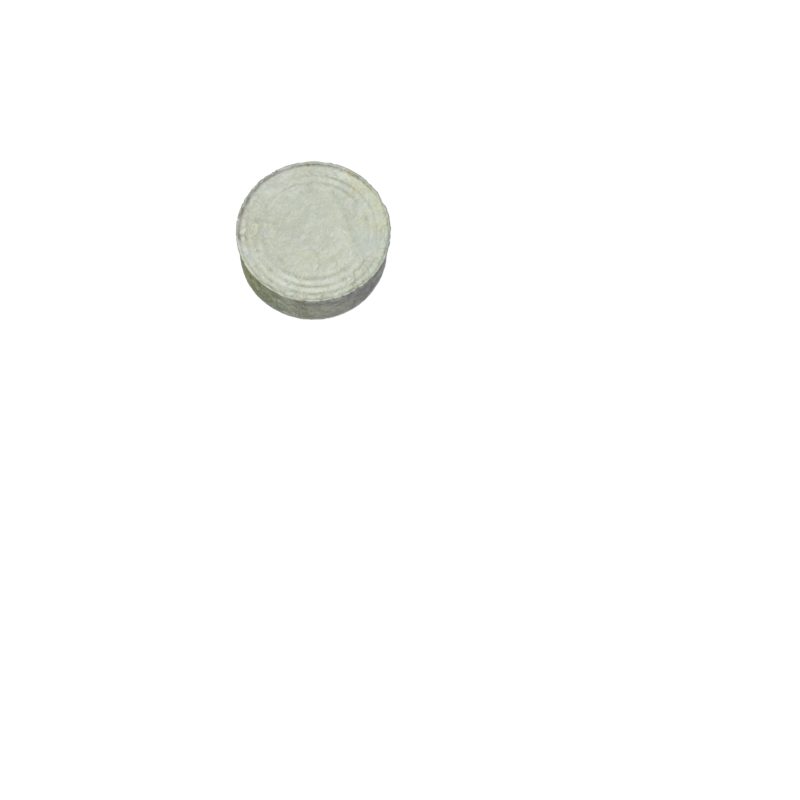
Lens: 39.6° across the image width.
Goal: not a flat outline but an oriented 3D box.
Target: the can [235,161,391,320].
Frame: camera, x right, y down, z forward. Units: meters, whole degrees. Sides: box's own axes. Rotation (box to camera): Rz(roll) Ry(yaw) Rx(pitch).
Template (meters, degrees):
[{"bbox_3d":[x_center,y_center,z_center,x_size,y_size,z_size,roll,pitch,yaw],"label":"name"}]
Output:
[{"bbox_3d":[-0.049,-0.089,0.626,0.086,0.091,0.032,-1,-23,-1],"label":"can"}]
